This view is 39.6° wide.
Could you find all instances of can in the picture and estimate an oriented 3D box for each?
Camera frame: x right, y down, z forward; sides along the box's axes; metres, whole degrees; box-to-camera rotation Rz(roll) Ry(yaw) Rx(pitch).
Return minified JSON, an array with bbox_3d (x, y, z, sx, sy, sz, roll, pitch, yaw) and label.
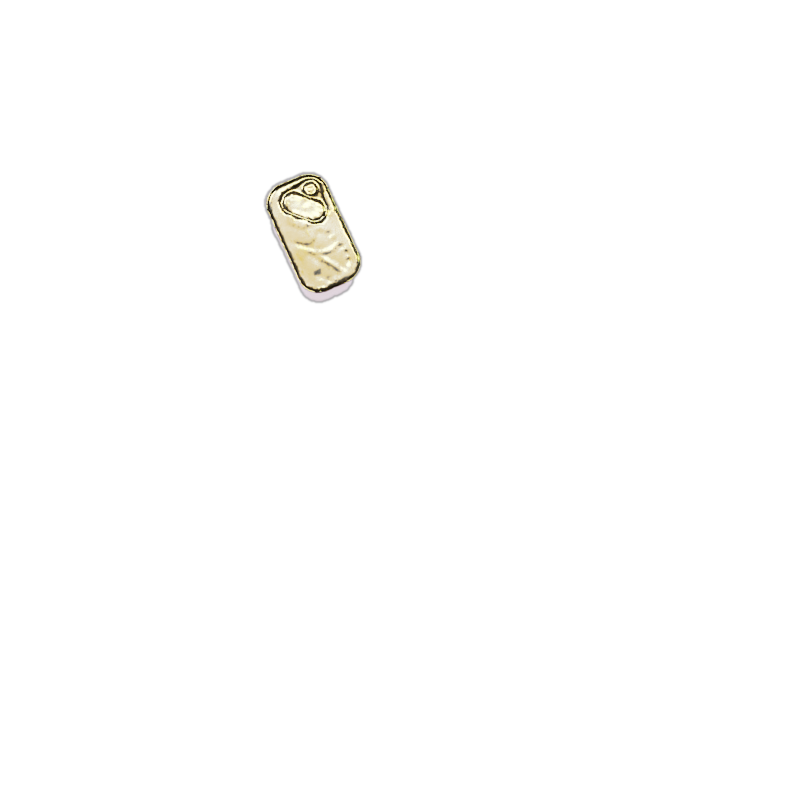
[{"bbox_3d":[-0.077,-0.140,0.979,0.057,0.105,0.082,-24,-7,-5],"label":"can"}]
